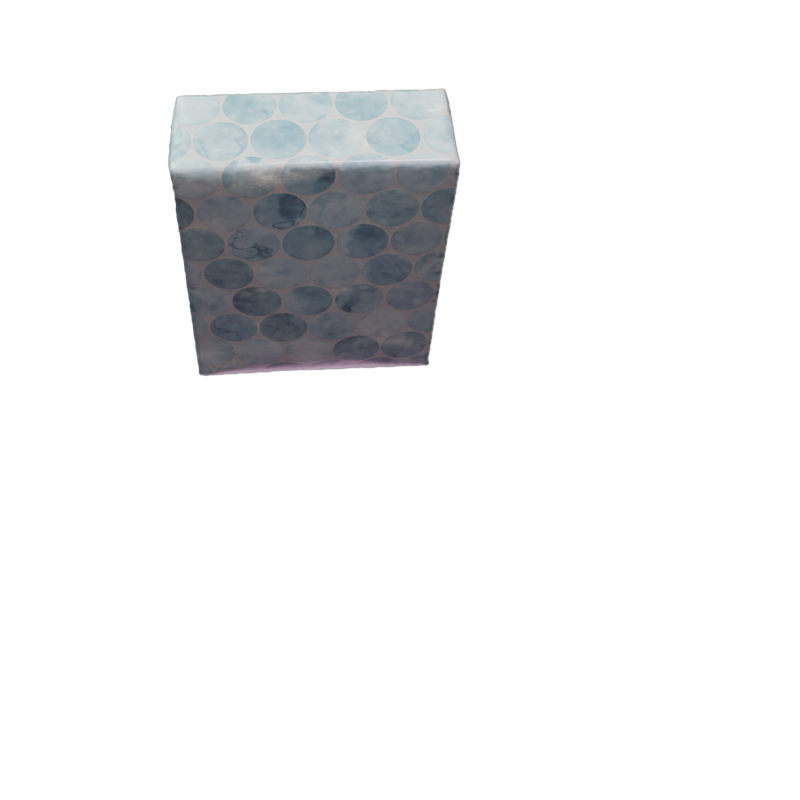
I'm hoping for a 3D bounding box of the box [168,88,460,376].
[{"bbox_3d":[-0.056,-0.102,0.714,0.163,0.077,0.200,-1,-34,-4],"label":"box"}]
